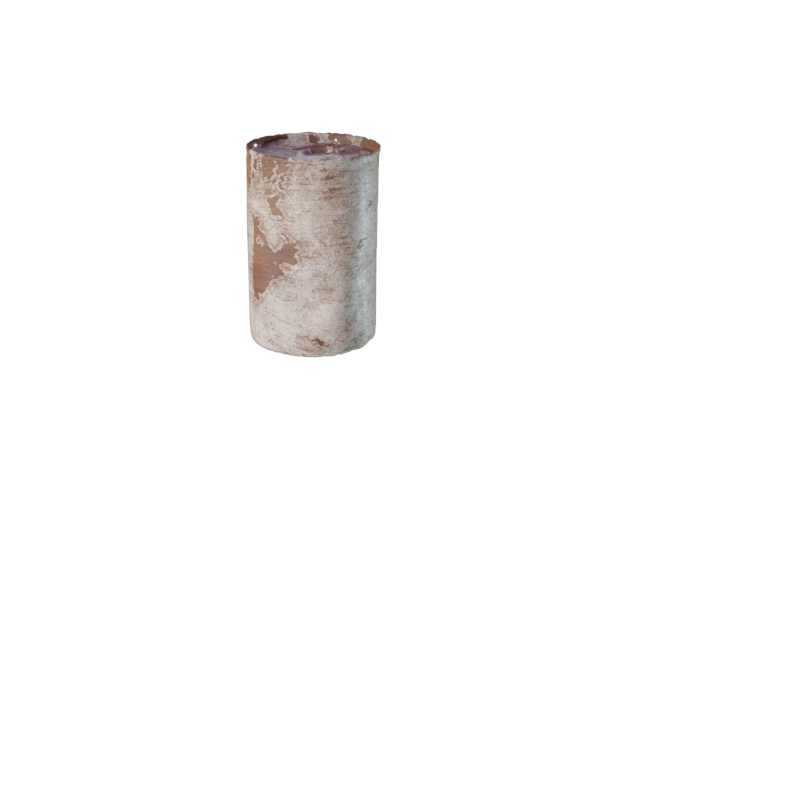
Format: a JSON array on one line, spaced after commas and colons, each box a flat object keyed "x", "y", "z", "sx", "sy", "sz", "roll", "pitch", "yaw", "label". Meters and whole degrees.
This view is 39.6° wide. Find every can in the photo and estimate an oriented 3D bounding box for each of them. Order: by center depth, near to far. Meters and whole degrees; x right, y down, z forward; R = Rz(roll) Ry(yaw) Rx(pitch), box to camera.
[{"x": -0.045, "y": -0.081, "z": 0.569, "sx": 0.068, "sy": 0.098, "sz": 0.072, "roll": 0, "pitch": 19, "yaw": -2, "label": "can"}]
